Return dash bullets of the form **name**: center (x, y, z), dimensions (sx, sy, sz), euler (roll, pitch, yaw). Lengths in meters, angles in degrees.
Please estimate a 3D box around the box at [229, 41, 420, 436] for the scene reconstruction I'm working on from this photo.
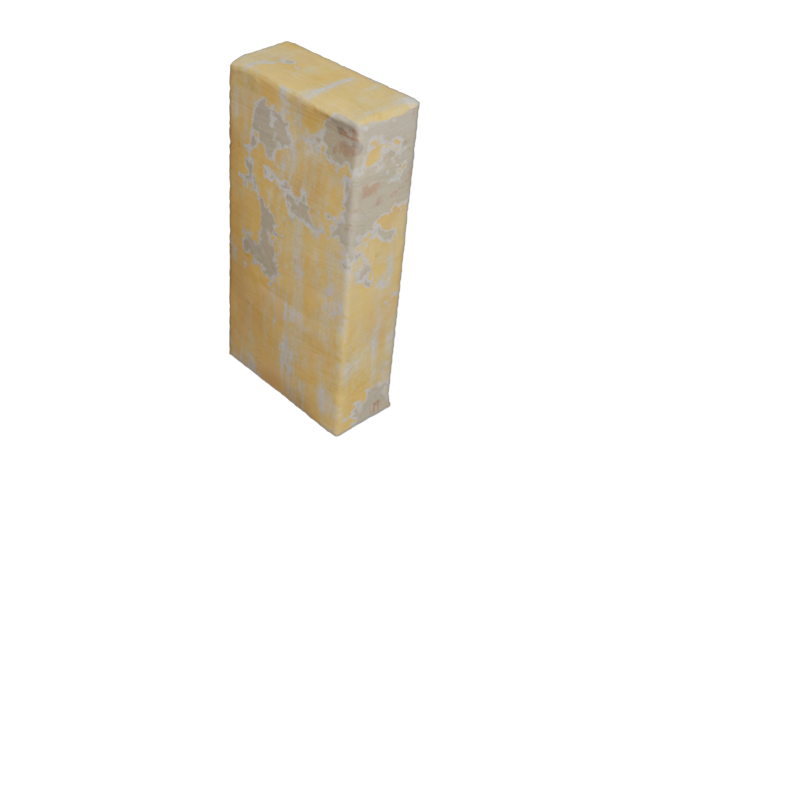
- **box**: center (-0.043, -0.078, 0.550), dimensions (0.048, 0.165, 0.100), euler (-27, 45, -35)
